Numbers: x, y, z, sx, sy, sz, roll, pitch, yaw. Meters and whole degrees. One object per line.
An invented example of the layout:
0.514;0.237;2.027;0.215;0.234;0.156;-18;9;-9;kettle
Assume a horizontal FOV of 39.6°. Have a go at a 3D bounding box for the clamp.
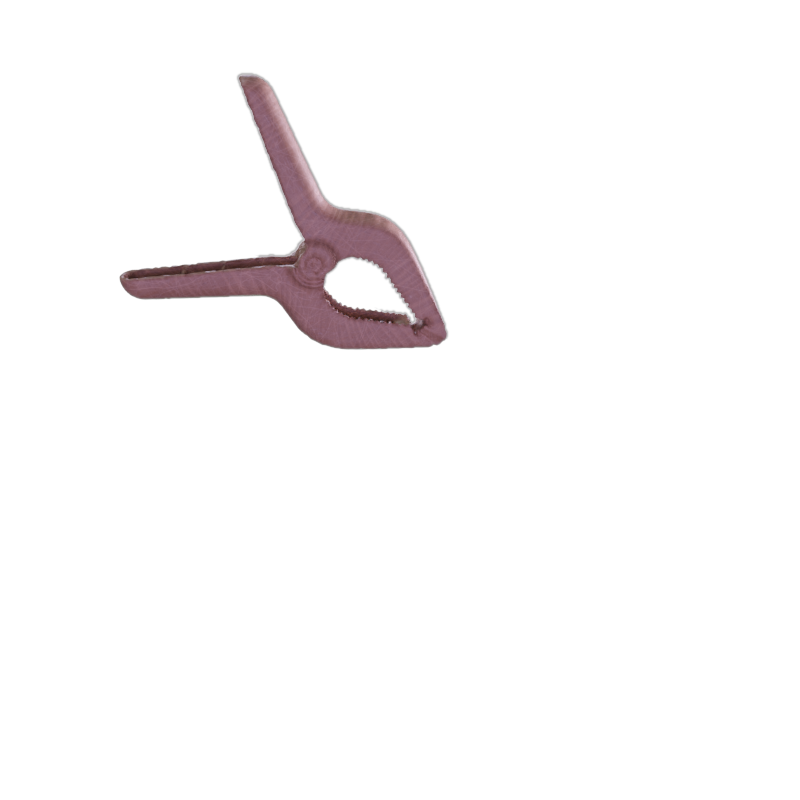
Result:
-0.056;-0.103;0.719;0.207;0.161;0.038;24;16;-7;clamp
